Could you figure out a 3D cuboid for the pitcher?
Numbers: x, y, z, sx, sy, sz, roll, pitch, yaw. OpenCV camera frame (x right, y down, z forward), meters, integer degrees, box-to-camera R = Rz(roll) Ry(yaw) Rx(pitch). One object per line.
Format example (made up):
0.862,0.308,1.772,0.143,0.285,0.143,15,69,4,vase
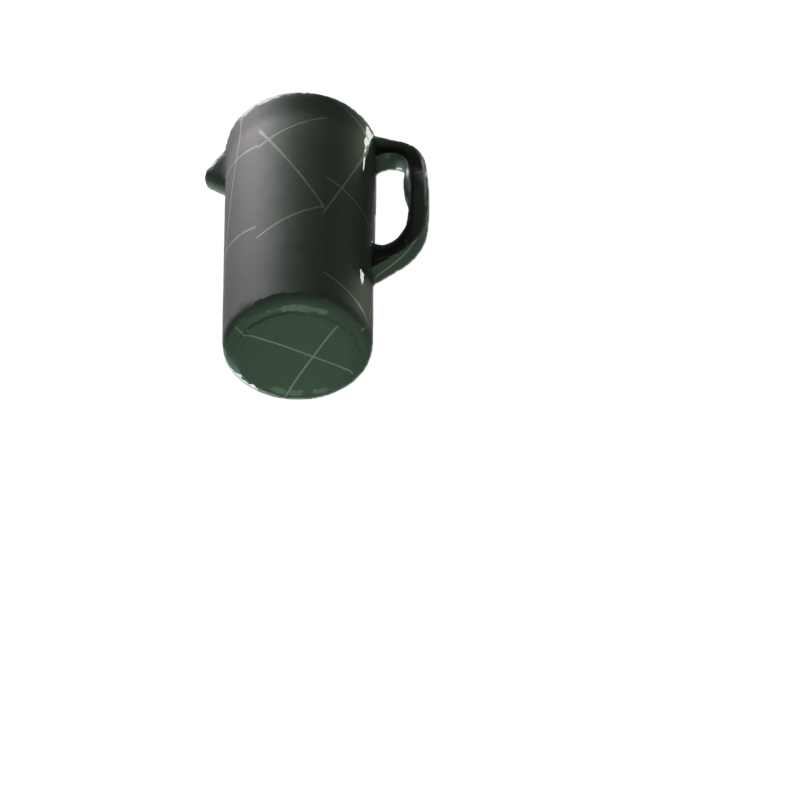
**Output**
-0.068,-0.125,0.872,0.137,0.261,0.147,29,-52,-29,pitcher
